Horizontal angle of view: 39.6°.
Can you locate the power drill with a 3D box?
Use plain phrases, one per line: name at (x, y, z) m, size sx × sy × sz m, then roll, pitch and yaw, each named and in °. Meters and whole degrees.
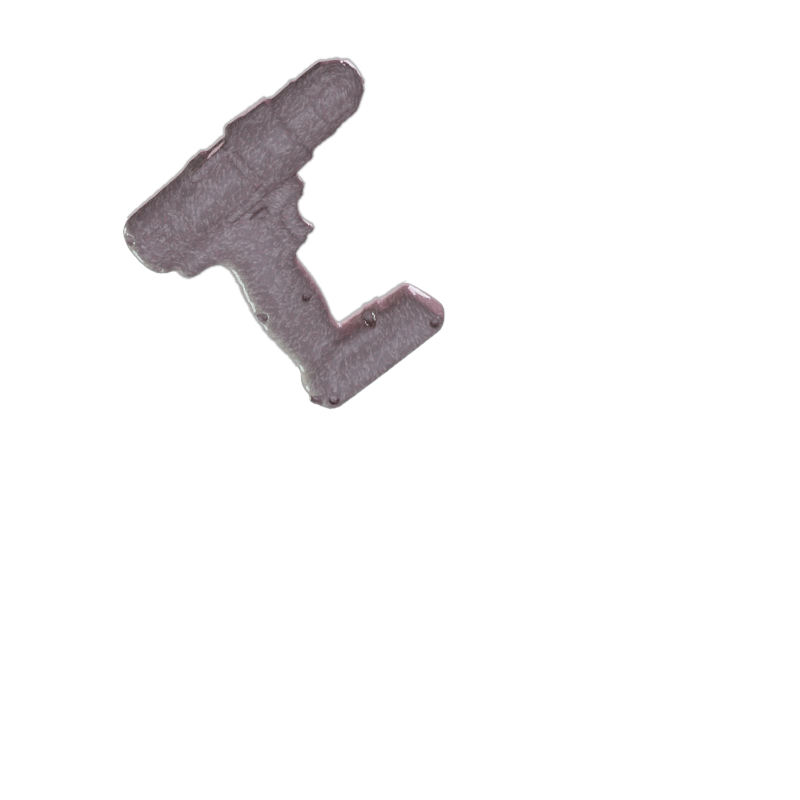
power drill at (-0.056, -0.103, 0.719) m, size 0.183 × 0.182 × 0.060 m, roll -38°, pitch 13°, yaw 10°
